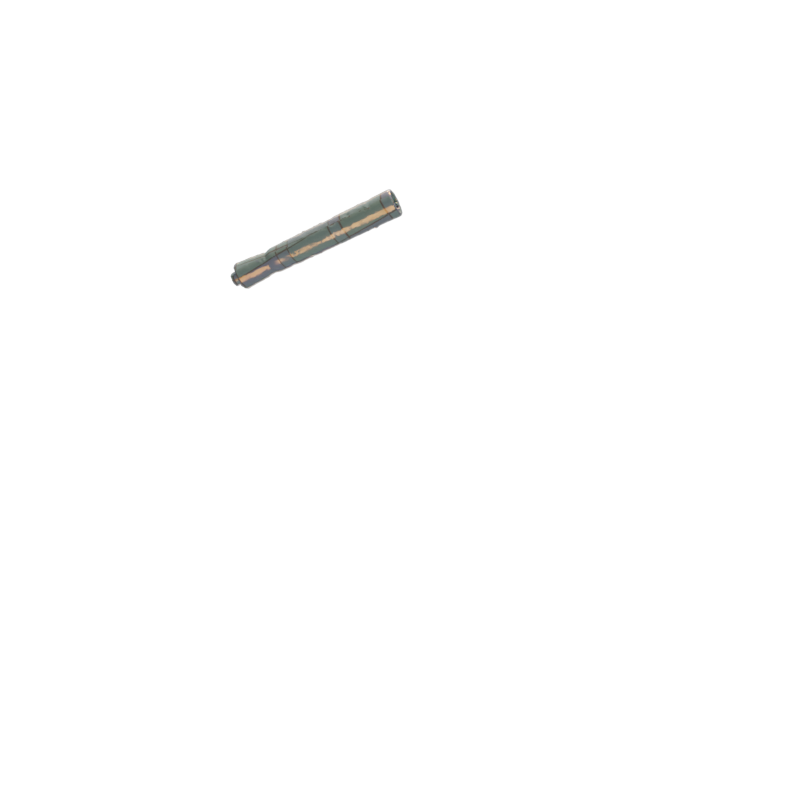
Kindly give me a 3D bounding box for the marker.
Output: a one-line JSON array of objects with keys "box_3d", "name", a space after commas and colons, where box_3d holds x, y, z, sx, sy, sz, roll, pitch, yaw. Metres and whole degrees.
[{"box_3d": [-0.056, -0.103, 0.719, 0.121, 0.020, 0.019, -23, -2, 15], "name": "marker"}]
